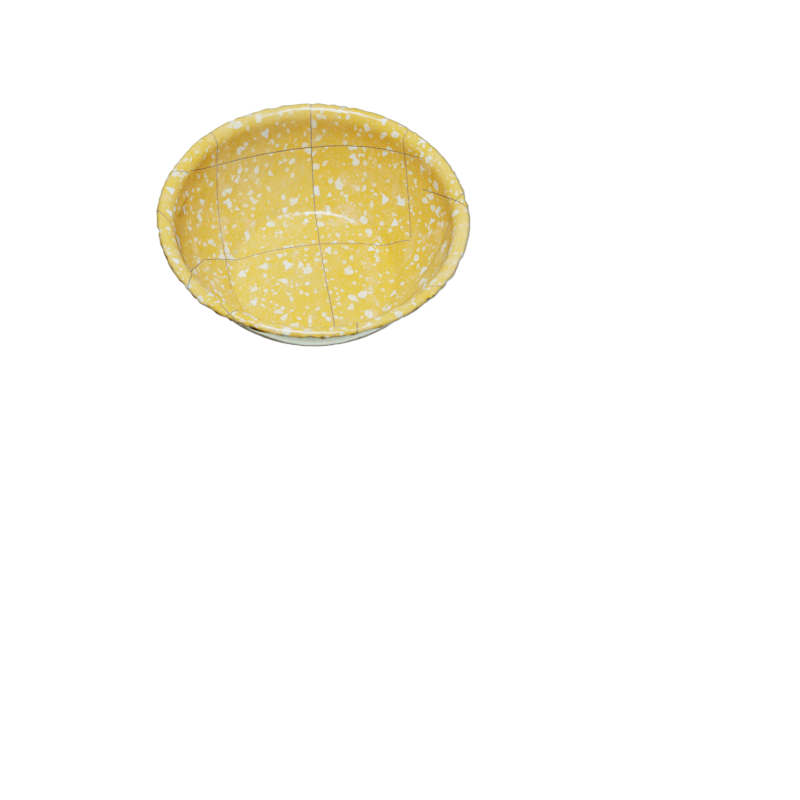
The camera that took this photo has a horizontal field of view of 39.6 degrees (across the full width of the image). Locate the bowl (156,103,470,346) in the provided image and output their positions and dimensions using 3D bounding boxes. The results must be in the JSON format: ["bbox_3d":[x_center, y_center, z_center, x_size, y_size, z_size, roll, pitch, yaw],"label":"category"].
[{"bbox_3d":[-0.046,-0.085,0.592,0.162,0.174,0.051,-1,-37,-1],"label":"bowl"}]
